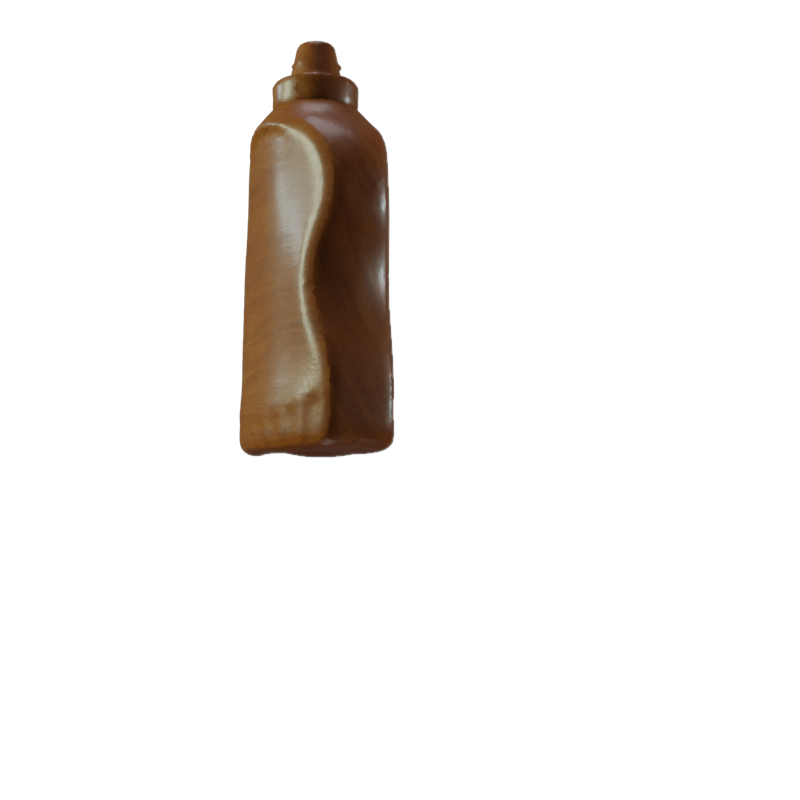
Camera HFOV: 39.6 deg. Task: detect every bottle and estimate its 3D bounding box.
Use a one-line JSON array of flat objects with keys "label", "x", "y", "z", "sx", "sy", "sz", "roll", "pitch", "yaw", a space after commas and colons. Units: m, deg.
[{"label": "bottle", "x": -0.039, "y": -0.072, "z": 0.508, "sx": 0.056, "sy": 0.198, "sz": 0.096, "roll": 5, "pitch": -13, "yaw": -25}]
